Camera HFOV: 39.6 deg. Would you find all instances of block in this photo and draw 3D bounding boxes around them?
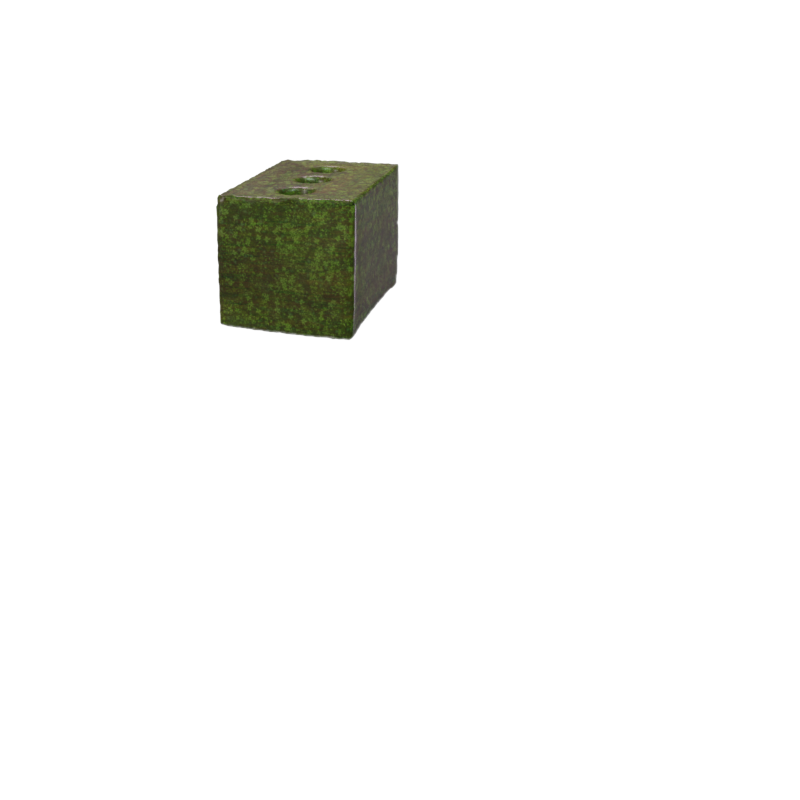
[{"bbox_3d":[-0.034,-0.062,0.432,0.054,0.049,0.080,5,20,12],"label":"block"}]
